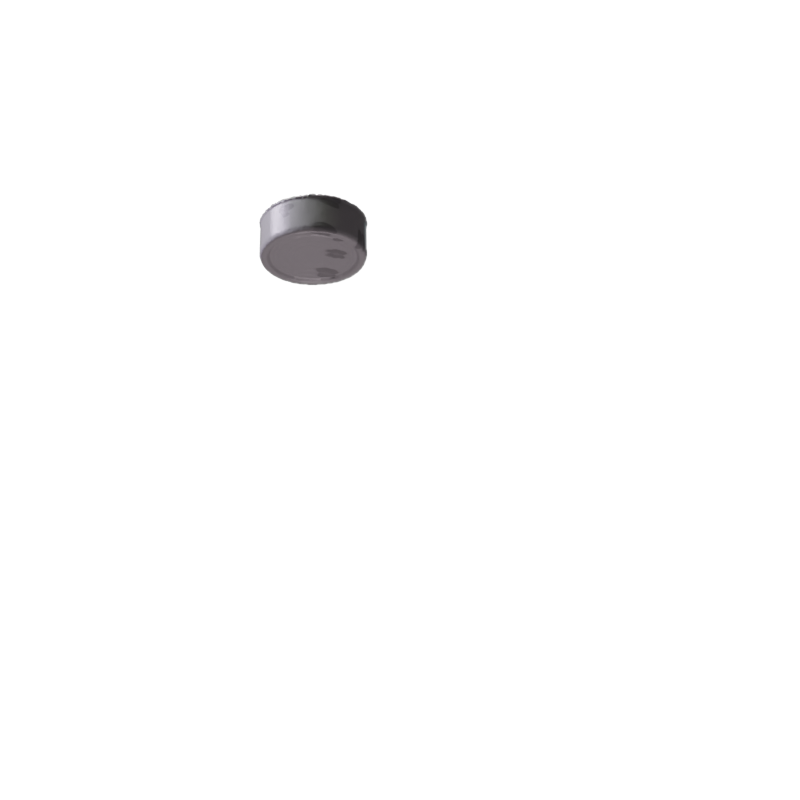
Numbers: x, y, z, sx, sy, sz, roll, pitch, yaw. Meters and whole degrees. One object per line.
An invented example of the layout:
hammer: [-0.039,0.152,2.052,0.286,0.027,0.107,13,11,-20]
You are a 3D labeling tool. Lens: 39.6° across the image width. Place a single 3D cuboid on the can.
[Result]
can: [-0.069,-0.125,0.876,0.086,0.036,0.081,1,-26,-2]
